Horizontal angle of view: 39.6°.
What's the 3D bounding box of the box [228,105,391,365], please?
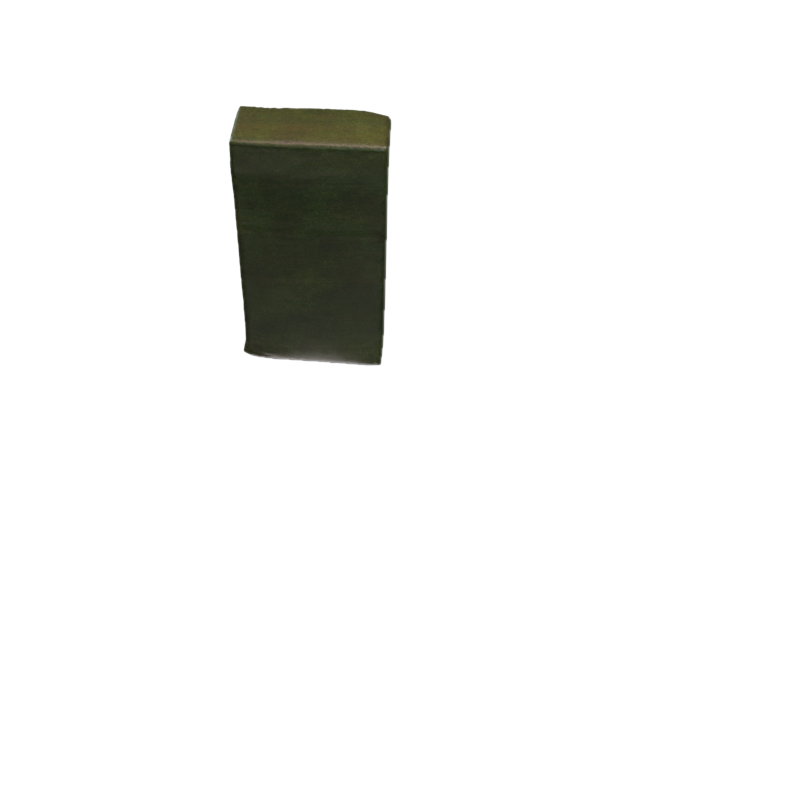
[{"bbox_3d":[-0.054,-0.099,0.692,0.094,0.164,0.051,5,41,2],"label":"box"}]
